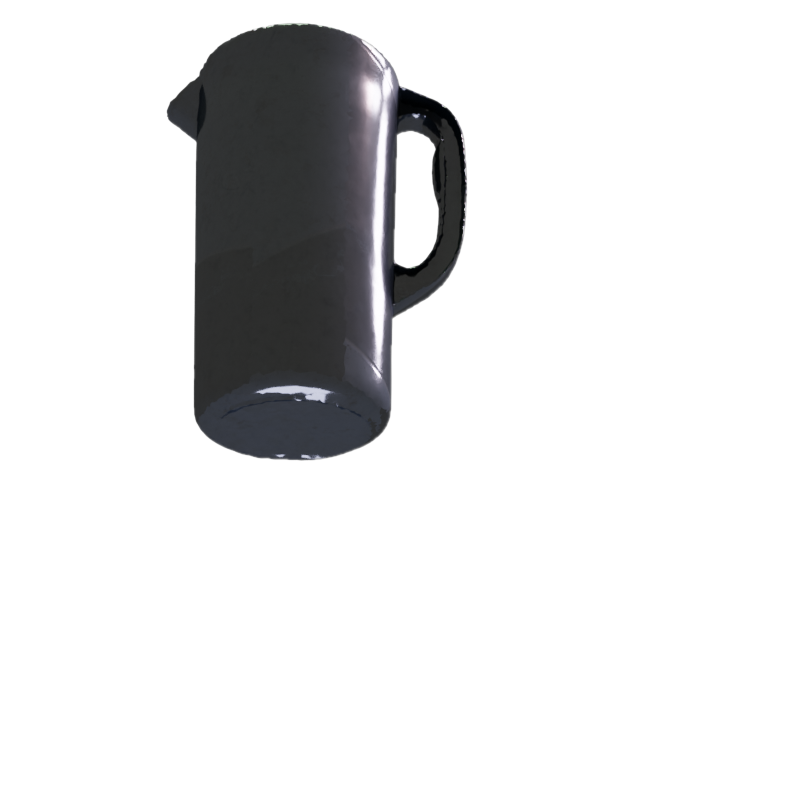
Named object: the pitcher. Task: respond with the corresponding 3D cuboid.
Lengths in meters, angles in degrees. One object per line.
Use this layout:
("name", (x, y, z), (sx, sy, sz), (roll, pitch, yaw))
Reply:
("pitcher", (-0.052, -0.095, 0.663), (0.150, 0.259, 0.135), (-23, -35, 33))
